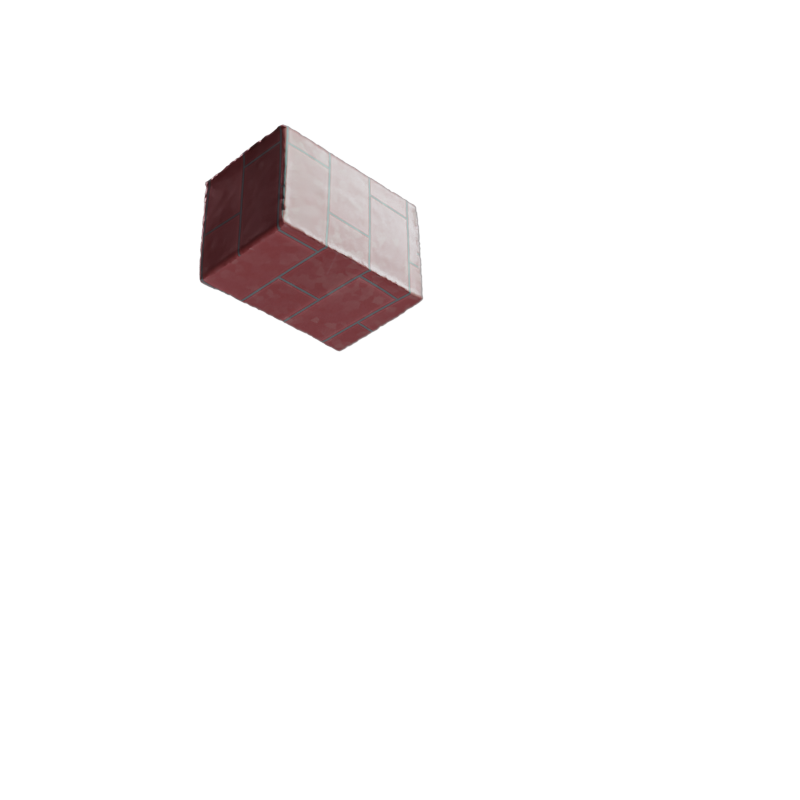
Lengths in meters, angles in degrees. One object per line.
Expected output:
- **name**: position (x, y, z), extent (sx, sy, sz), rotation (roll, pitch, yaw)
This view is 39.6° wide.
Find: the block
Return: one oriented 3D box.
- **block**: position (-0.036, -0.065, 0.454), extent (0.073, 0.055, 0.052), rotation (28, -44, -36)
